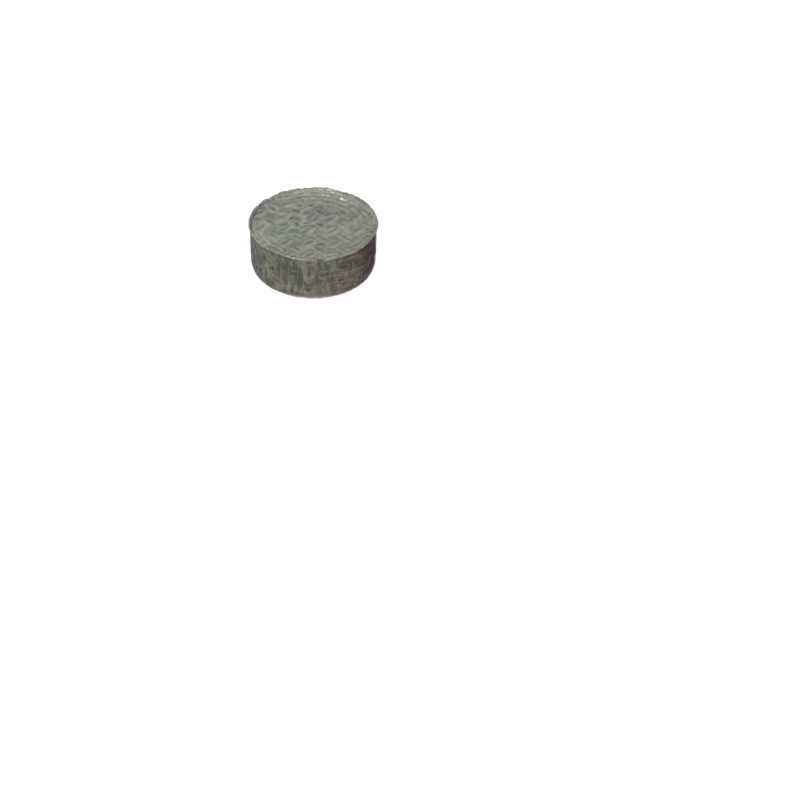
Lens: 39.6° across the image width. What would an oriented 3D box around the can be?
[{"bbox_3d":[-0.058,-0.106,0.741,0.086,0.031,0.092,-1,40,-2],"label":"can"}]
